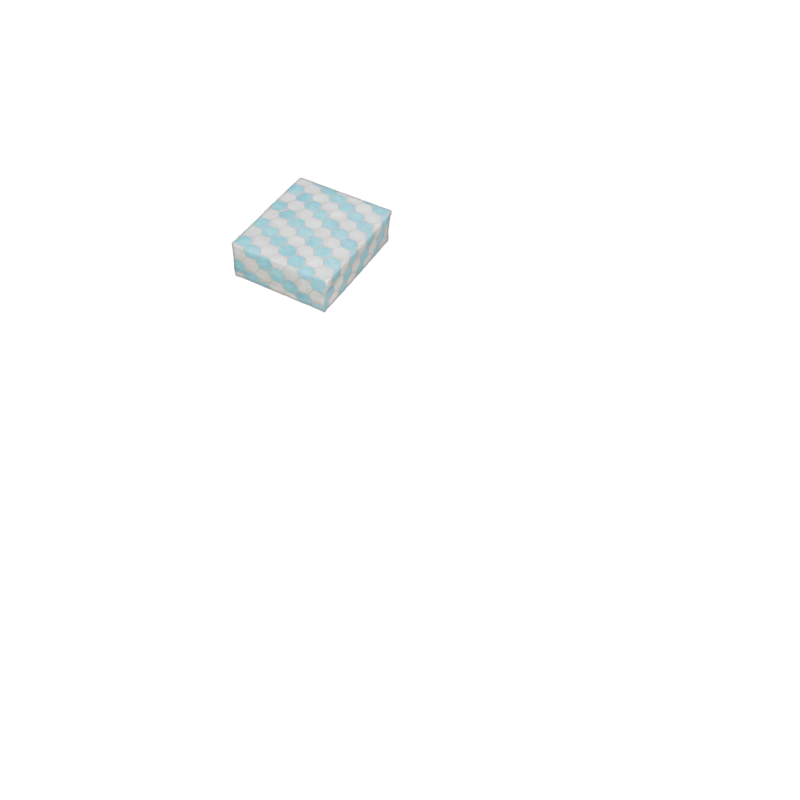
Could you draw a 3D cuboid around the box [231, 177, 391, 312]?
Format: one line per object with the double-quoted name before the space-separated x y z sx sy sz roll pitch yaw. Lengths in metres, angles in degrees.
"box" -0.072 -0.131 0.915 0.094 0.036 0.117 20 48 19
